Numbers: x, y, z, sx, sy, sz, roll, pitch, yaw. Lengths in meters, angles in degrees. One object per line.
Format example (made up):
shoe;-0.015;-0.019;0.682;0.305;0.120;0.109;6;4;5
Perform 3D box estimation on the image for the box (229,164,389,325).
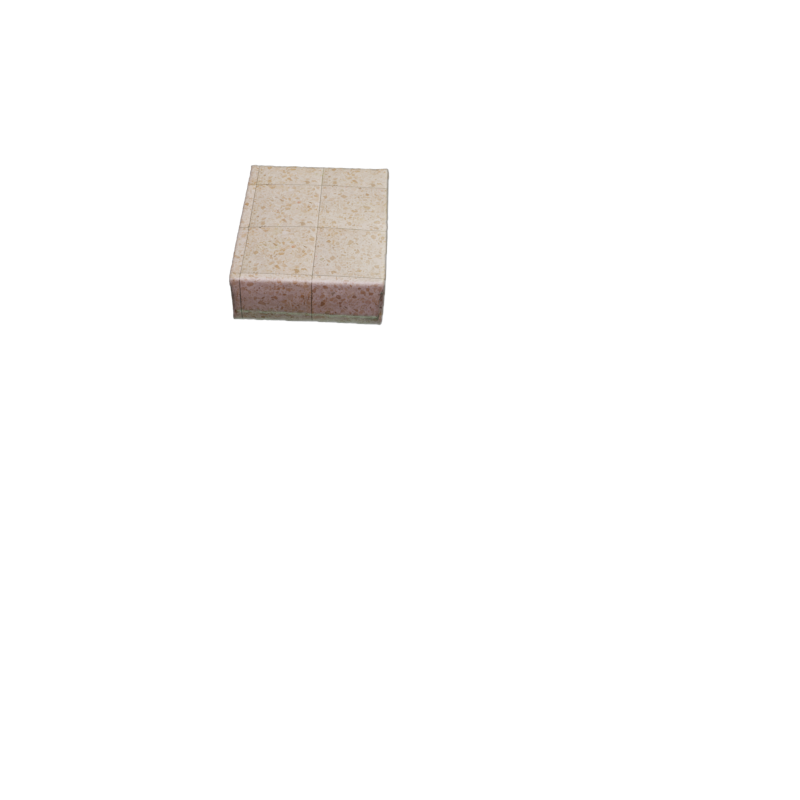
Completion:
box;-0.053;-0.097;0.679;0.090;0.036;0.121;2;43;1
